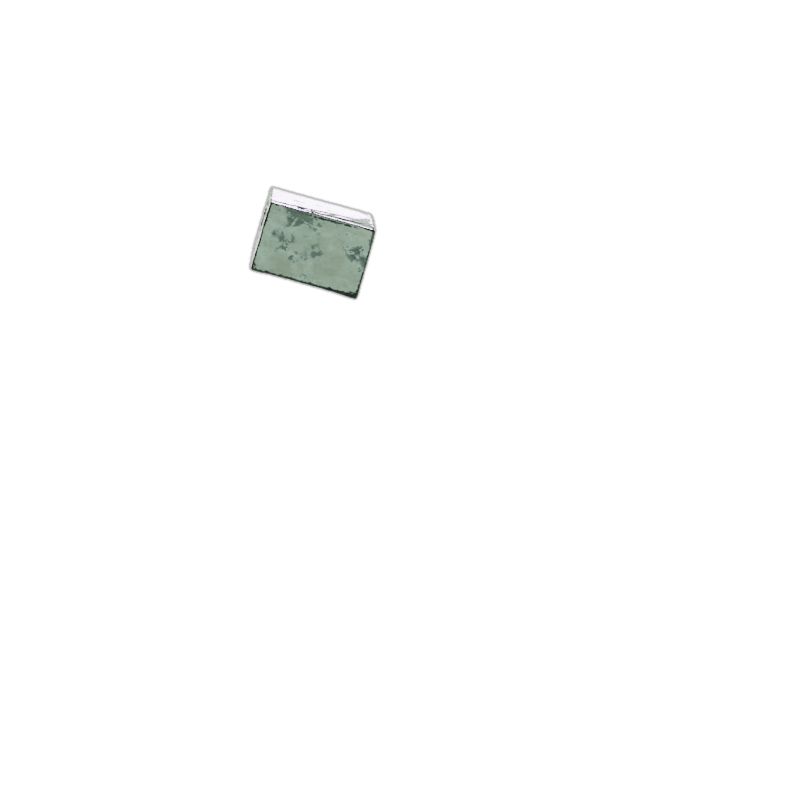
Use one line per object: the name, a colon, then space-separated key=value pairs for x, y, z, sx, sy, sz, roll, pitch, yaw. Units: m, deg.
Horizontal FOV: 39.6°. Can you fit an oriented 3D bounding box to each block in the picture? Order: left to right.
block: x=-0.061 y=-0.111 z=0.781 sx=0.077 sy=0.051 sz=0.053 roll=16 pitch=17 yaw=-6
